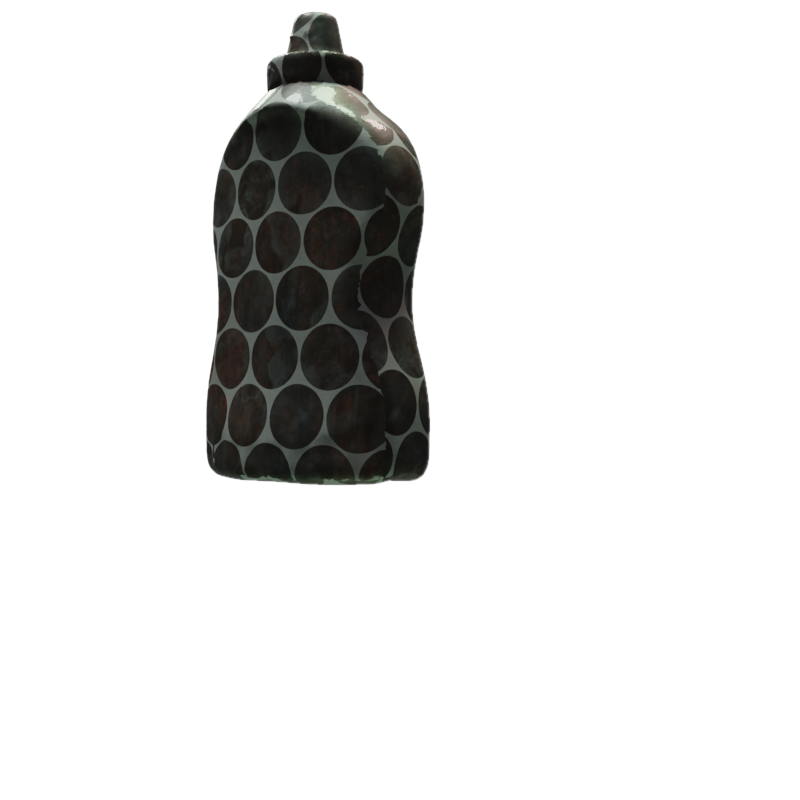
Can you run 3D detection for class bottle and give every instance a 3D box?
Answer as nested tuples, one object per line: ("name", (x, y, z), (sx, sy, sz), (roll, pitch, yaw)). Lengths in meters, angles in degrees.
("bottle", (-0.035, -0.065, 0.455), (0.099, 0.195, 0.056), (-6, -9, 40))
